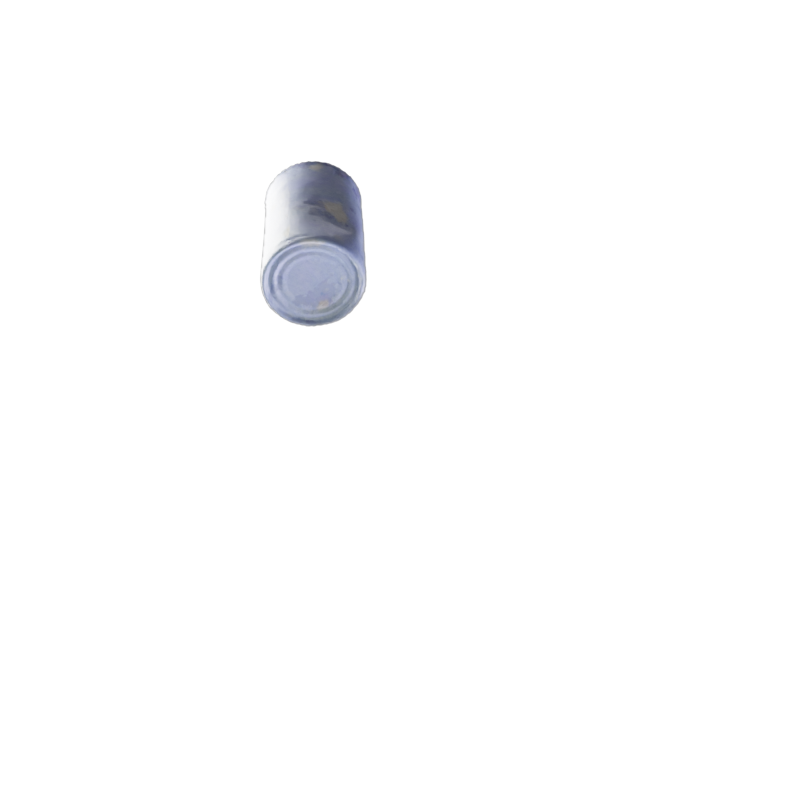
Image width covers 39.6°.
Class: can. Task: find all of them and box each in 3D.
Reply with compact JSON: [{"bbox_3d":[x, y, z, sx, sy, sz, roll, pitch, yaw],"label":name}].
[{"bbox_3d":[-0.057,-0.104,0.731,0.068,0.064,0.109,-1,36,-3],"label":"can"}]
